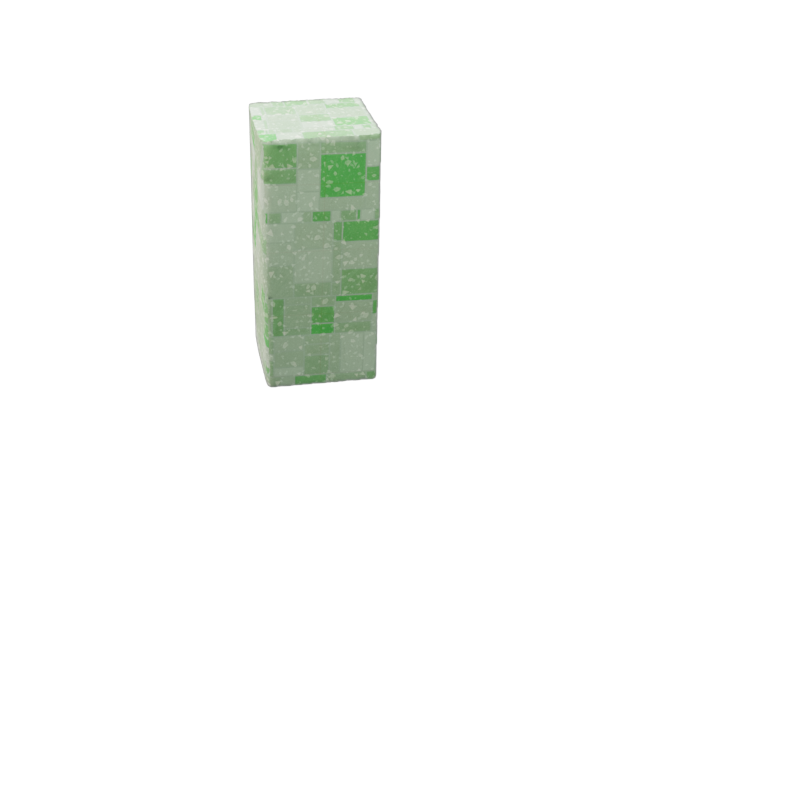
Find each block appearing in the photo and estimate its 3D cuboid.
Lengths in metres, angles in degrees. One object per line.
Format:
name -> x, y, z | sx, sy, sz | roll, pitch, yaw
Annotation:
block -> -0.068, -0.124, 0.868 | 0.090, 0.195, 0.096 | -4, 28, -10
